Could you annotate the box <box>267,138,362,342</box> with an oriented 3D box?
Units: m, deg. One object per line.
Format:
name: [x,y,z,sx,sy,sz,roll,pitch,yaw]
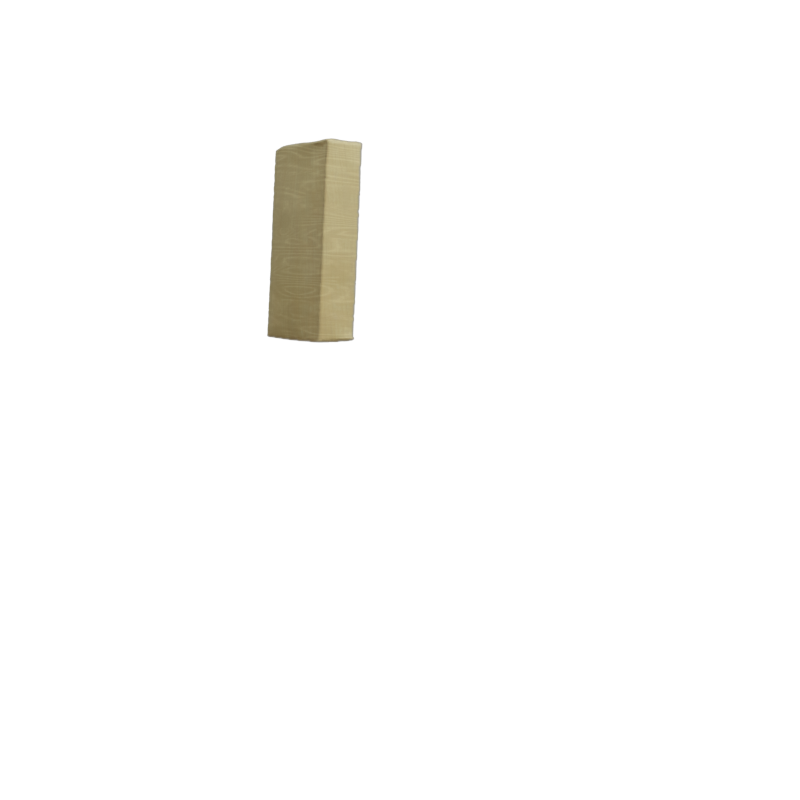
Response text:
box: [-0.078,-0.142,0.992,0.046,0.177,0.097,1,0,-34]
